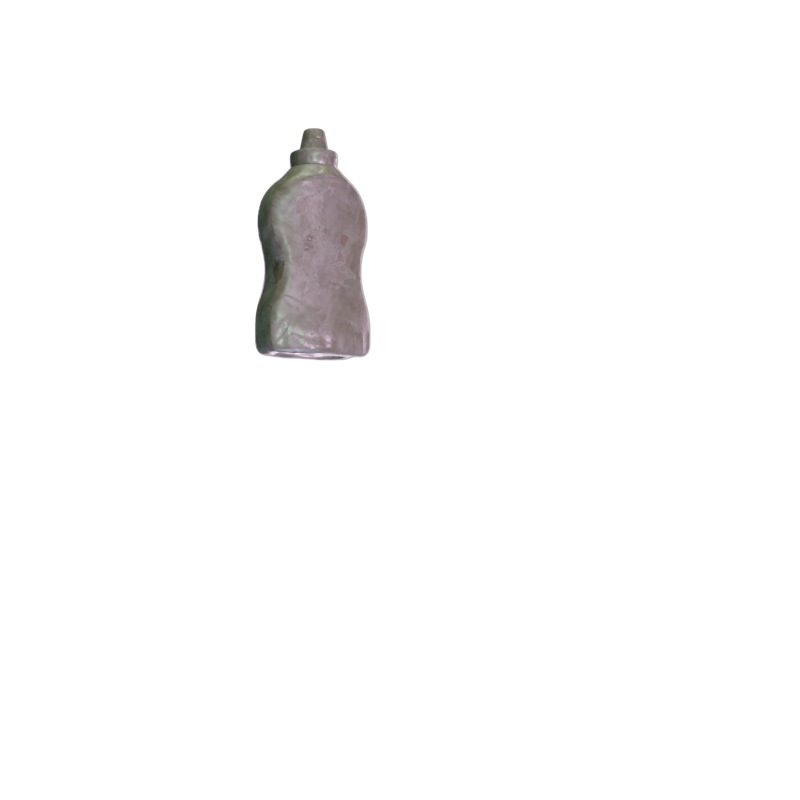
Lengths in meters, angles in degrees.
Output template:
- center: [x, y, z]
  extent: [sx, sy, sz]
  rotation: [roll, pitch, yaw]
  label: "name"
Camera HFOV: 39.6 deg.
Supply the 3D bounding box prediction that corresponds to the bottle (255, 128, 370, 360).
- center: [-0.072, -0.132, 0.921]
  extent: [0.092, 0.197, 0.059]
  rotation: [5, -12, -30]
  label: "bottle"
